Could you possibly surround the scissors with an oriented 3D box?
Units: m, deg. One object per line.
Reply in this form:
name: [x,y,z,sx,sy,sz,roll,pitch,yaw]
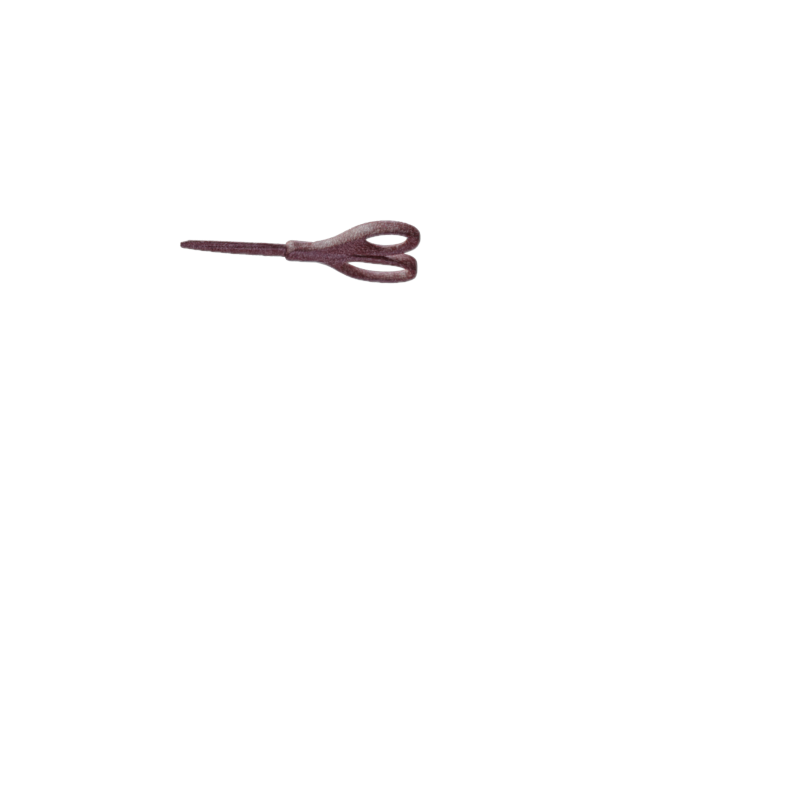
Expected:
scissors: [-0.072,-0.130,0.914,0.195,0.017,0.094,9,-26,-20]
